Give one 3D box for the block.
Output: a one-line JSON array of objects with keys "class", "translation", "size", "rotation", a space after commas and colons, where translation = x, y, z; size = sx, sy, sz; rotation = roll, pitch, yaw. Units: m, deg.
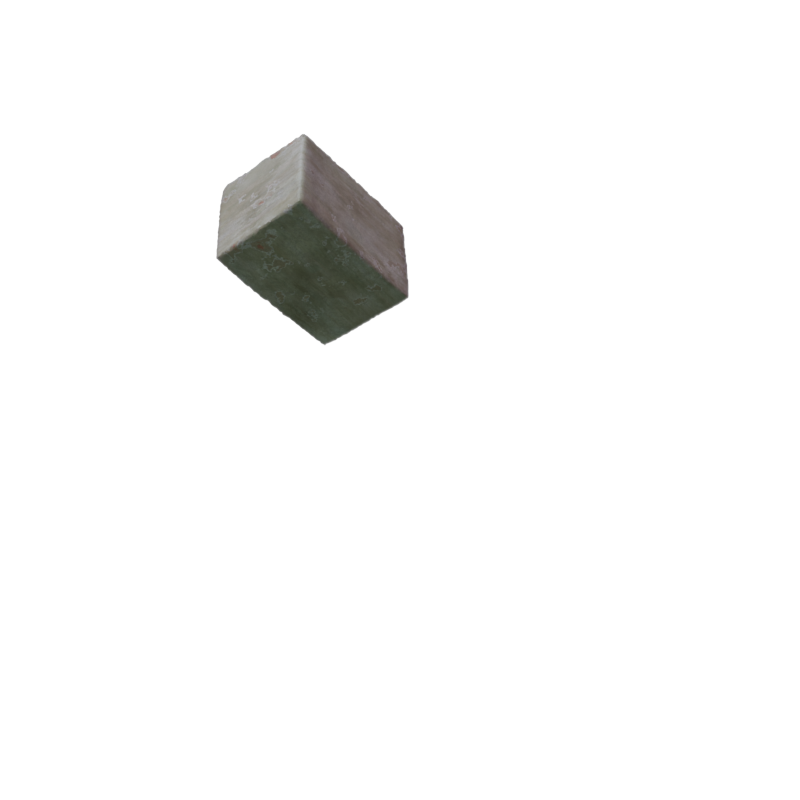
[{"class": "block", "translation": [-0.040, -0.074, 0.515], "size": [0.053, 0.055, 0.073], "rotation": [-30, -51, 26]}]
